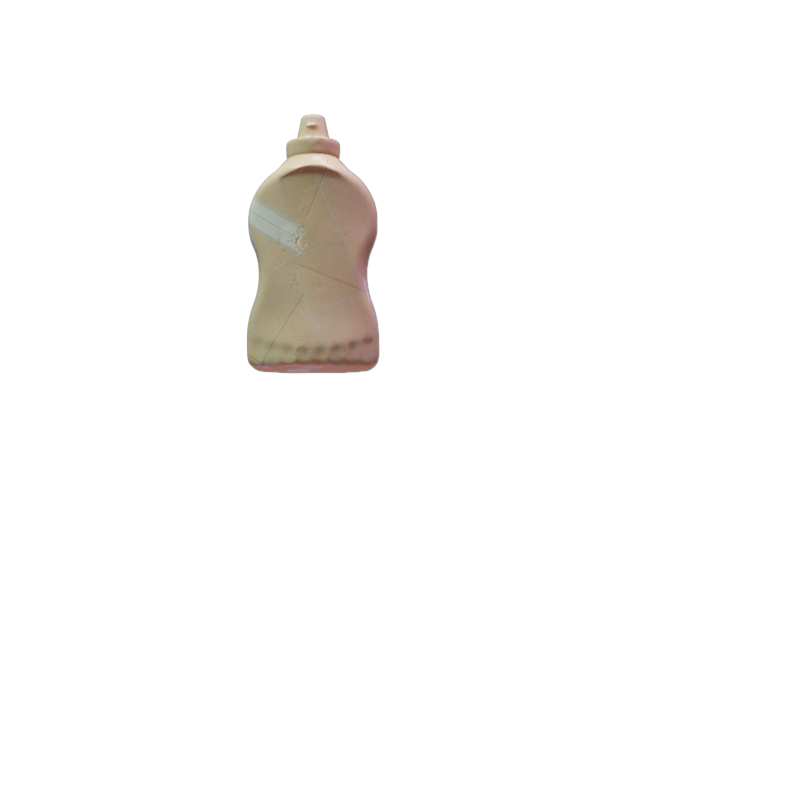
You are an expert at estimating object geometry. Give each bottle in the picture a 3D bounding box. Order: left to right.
[{"bbox_3d":[-0.064,-0.118,0.823,0.096,0.197,0.057,-1,-10,3],"label":"bottle"}]
